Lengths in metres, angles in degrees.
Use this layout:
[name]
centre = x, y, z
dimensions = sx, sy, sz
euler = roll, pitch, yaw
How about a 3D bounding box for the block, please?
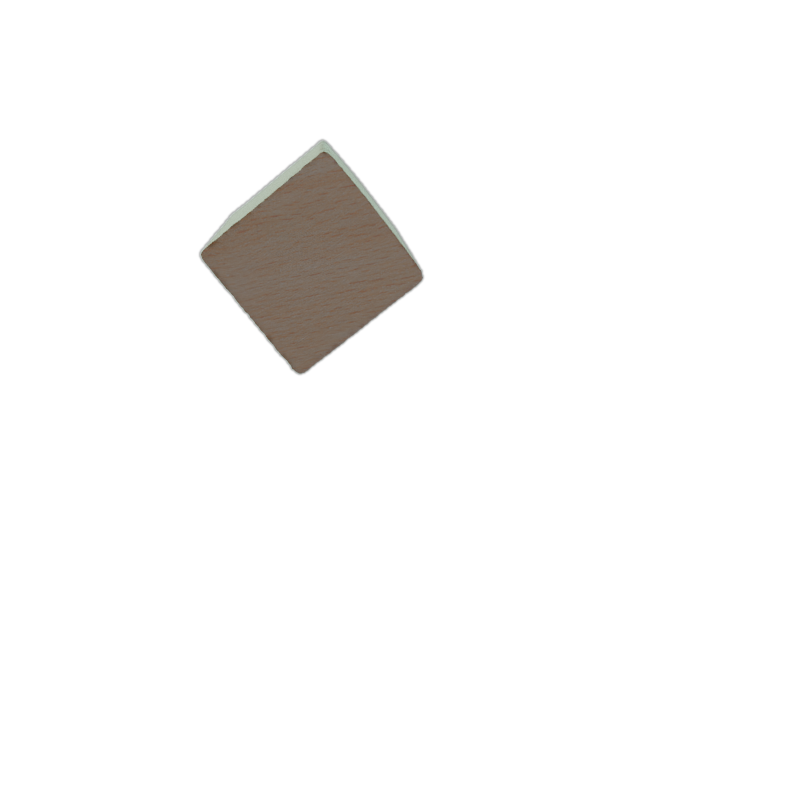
[block]
centre = -0.054, -0.099, 0.695
dimensions = 0.090, 0.088, 0.212
euler = -38, 13, 5
